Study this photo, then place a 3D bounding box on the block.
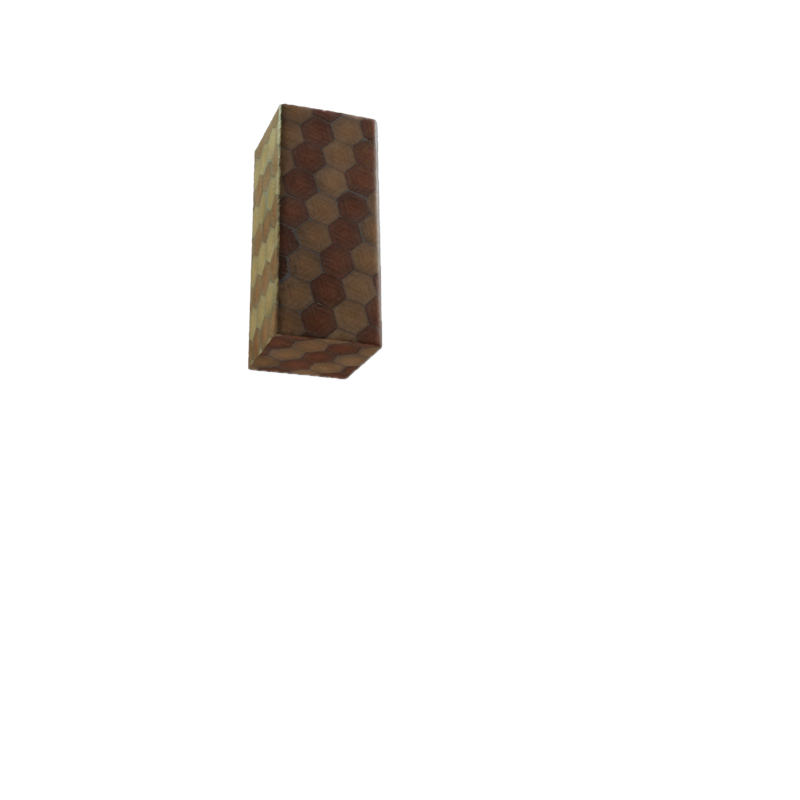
[{"bbox_3d":[-0.072,-0.133,0.932,0.088,0.217,0.088,7,-24,-19],"label":"block"}]
